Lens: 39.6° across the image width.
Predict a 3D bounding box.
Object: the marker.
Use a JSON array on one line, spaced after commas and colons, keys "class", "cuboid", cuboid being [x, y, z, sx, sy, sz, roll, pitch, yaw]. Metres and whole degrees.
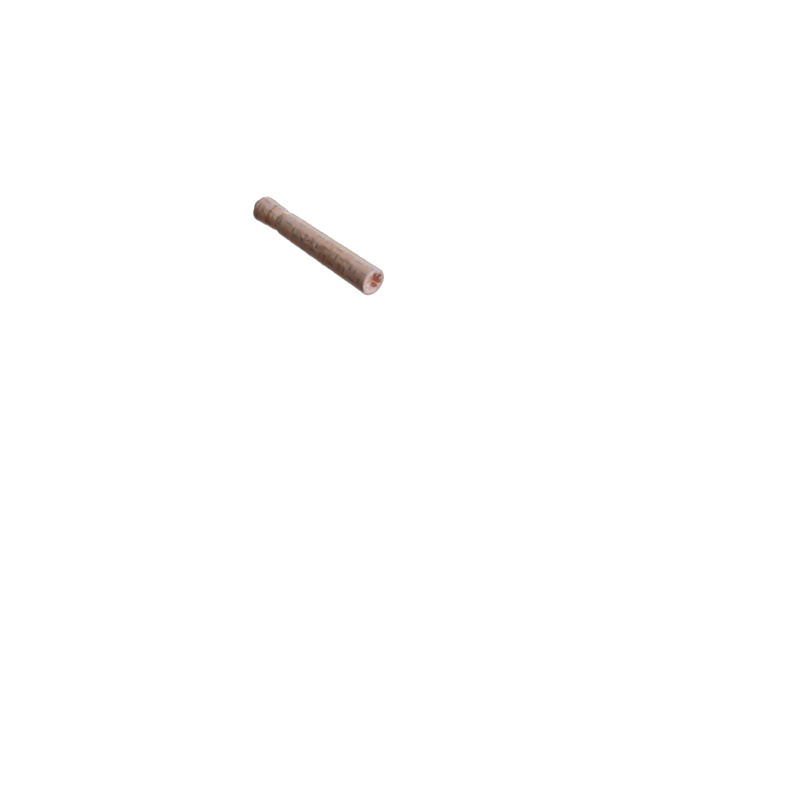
[{"class": "marker", "cuboid": [-0.058, -0.106, 0.743, 0.019, 0.019, 0.130, -3, 31, -46]}]
